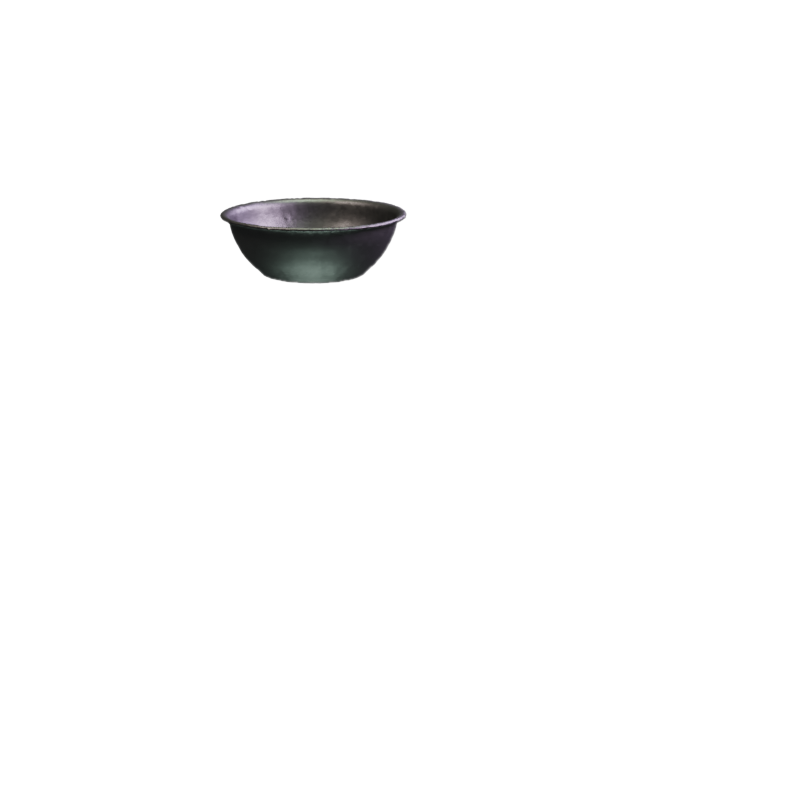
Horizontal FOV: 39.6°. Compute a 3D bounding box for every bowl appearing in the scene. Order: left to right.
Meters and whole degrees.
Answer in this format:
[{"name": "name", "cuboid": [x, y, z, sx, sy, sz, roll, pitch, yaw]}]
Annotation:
[{"name": "bowl", "cuboid": [-0.076, -0.138, 0.968, 0.162, 0.053, 0.168, -1, 18, -2]}]
